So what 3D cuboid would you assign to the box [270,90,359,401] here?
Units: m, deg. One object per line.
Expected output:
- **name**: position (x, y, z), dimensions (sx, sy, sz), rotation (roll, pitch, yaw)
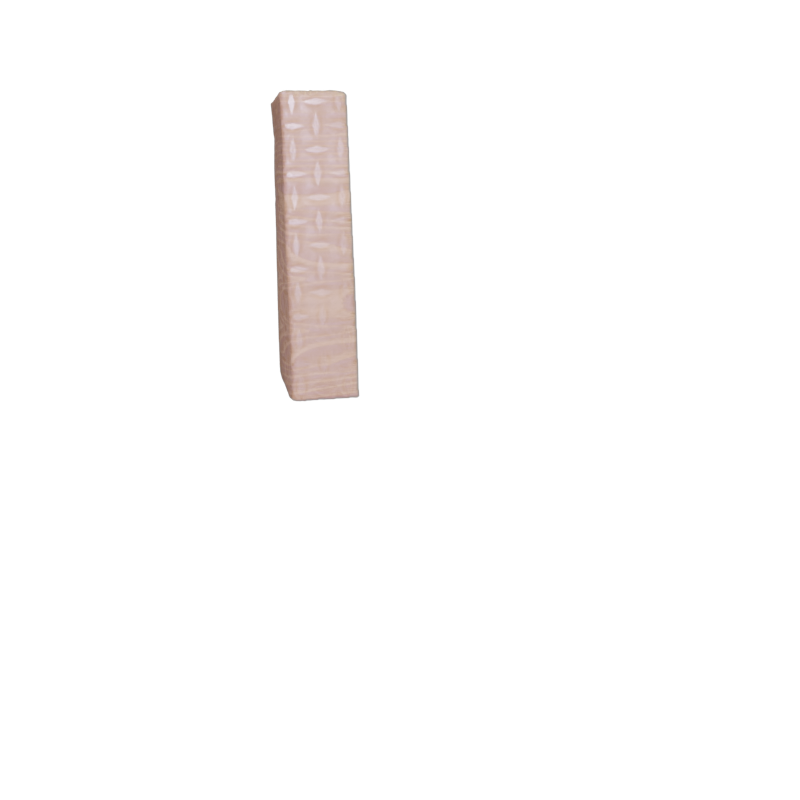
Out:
- **box**: position (-0.052, -0.095, 0.668), dimensions (0.048, 0.175, 0.095), rotation (0, 5, -9)
